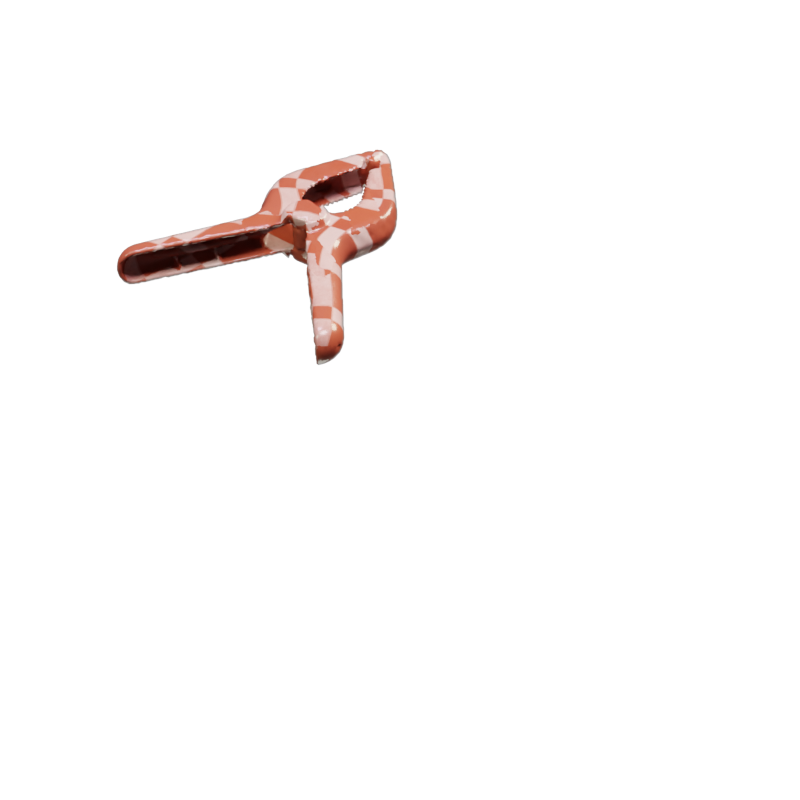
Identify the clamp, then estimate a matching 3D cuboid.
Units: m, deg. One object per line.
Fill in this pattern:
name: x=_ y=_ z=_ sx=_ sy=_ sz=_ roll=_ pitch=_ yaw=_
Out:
clamp: x=-0.057 y=-0.104 z=0.732 sx=0.174 sy=0.034 sz=0.212 roll=27 pitch=47 yaw=28
